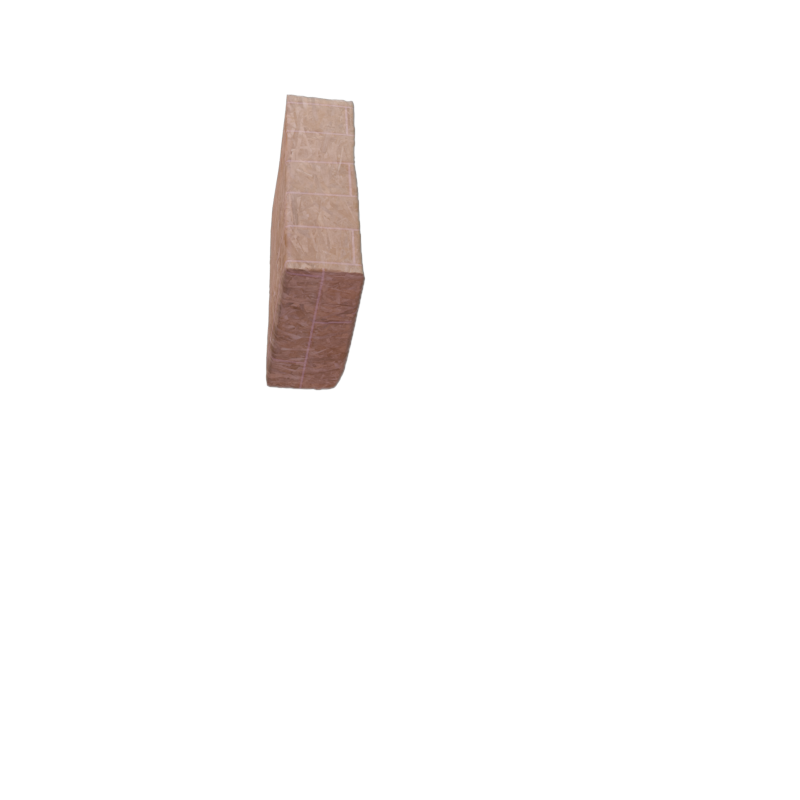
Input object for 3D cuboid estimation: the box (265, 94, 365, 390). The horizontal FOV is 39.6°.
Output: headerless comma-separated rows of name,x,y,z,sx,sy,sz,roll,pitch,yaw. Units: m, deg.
box,-0.078,-0.142,0.994,0.071,0.229,0.154,4,-39,-9
